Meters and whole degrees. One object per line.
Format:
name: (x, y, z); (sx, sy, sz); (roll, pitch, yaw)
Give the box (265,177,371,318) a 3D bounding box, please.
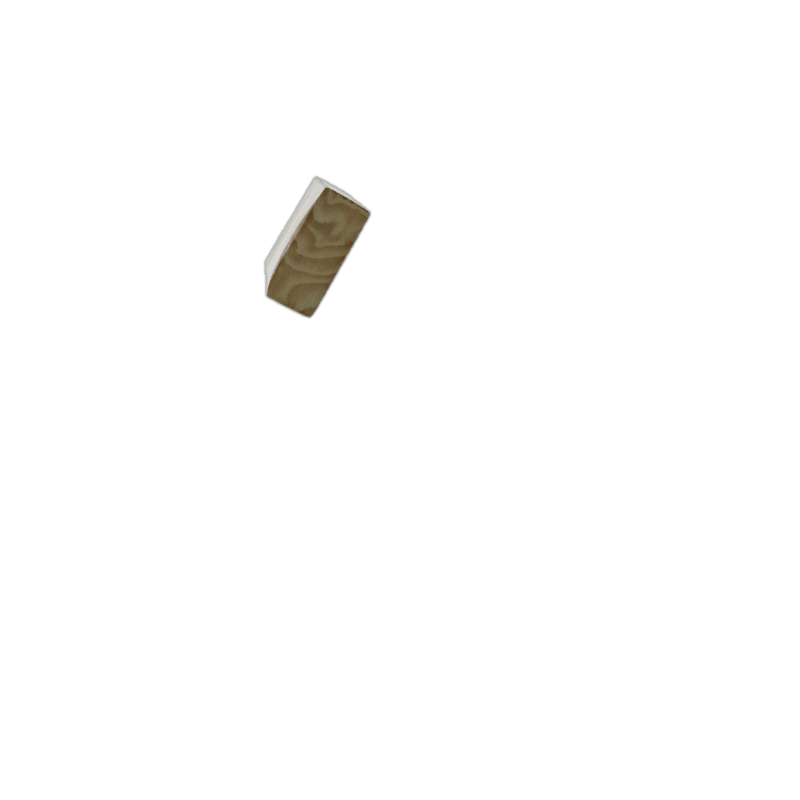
box: (-0.069, -0.127, 0.891); (0.047, 0.092, 0.181); (30, 8, -10)
